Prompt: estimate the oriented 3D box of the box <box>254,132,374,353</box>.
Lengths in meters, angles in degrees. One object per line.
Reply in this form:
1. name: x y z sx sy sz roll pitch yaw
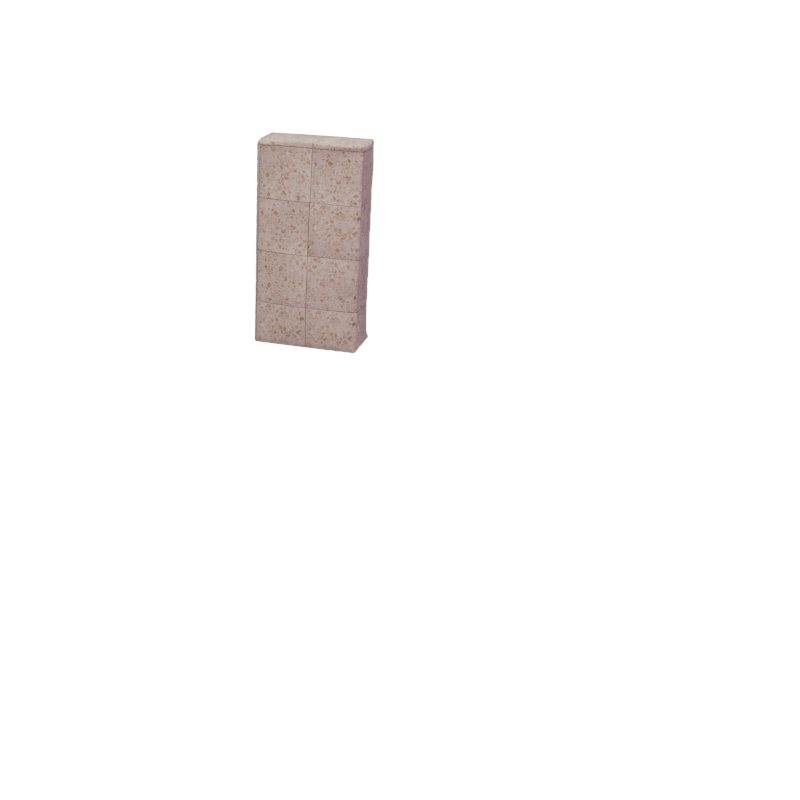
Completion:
1. box: -0.073 -0.133 0.932 0.095 0.169 0.049 6 18 15
